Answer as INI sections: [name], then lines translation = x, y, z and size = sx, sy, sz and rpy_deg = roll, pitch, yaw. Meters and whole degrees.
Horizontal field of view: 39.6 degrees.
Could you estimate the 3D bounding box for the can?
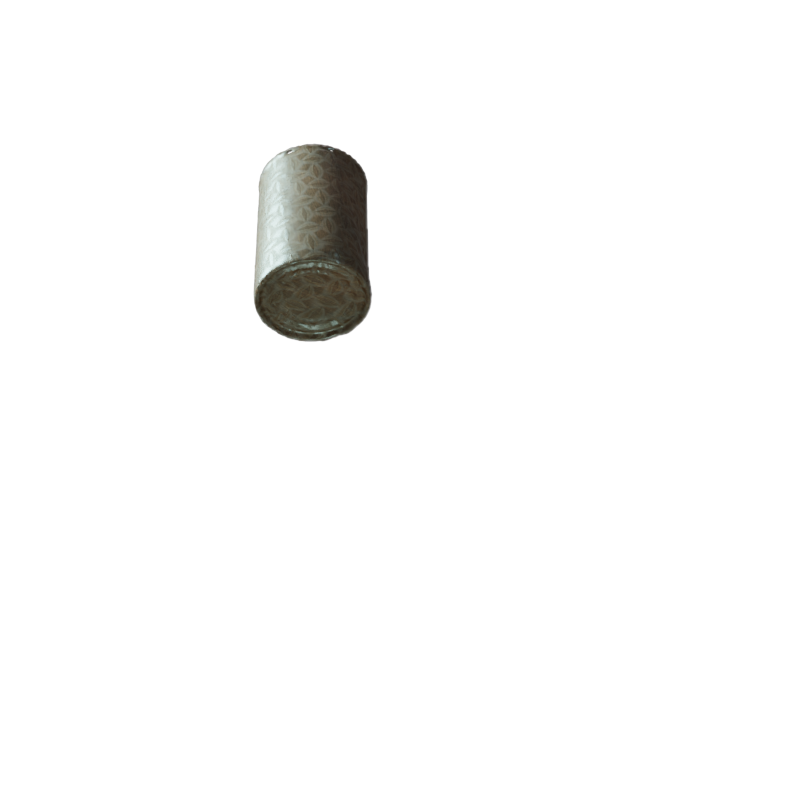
[can]
translation = -0.051, -0.093, 0.651
size = 0.068, 0.110, 0.064
rpy_deg = -1, -44, -3
